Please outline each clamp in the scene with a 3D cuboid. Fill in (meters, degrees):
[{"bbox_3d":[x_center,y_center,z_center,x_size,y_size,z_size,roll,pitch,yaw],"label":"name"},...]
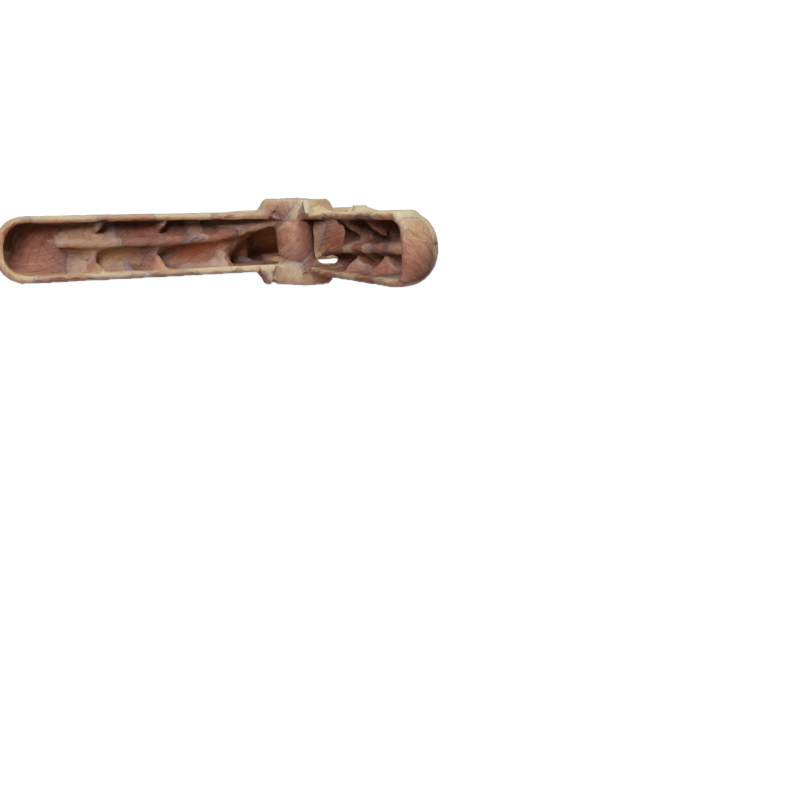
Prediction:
[{"bbox_3d":[-0.036,-0.065,0.457,0.170,0.036,0.206,5,11,24],"label":"clamp"}]
